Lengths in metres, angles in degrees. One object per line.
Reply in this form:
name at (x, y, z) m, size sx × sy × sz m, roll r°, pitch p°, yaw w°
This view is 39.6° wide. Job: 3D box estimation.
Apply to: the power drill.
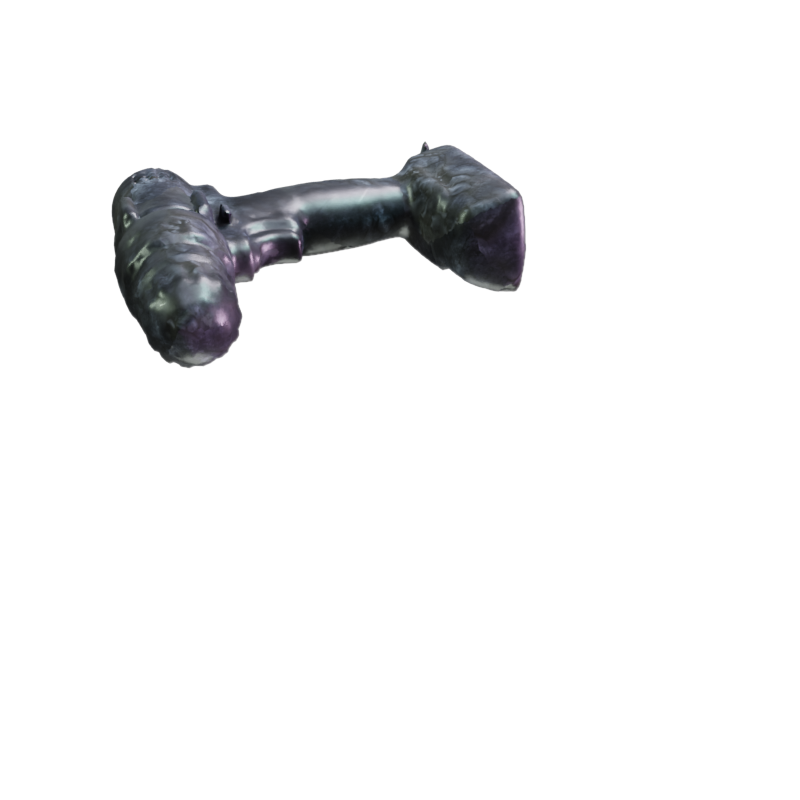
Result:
power drill at (-0.041, -0.075, 0.524) m, size 0.185 × 0.054 × 0.197 m, roll -7°, pitch 28°, yaw -14°
